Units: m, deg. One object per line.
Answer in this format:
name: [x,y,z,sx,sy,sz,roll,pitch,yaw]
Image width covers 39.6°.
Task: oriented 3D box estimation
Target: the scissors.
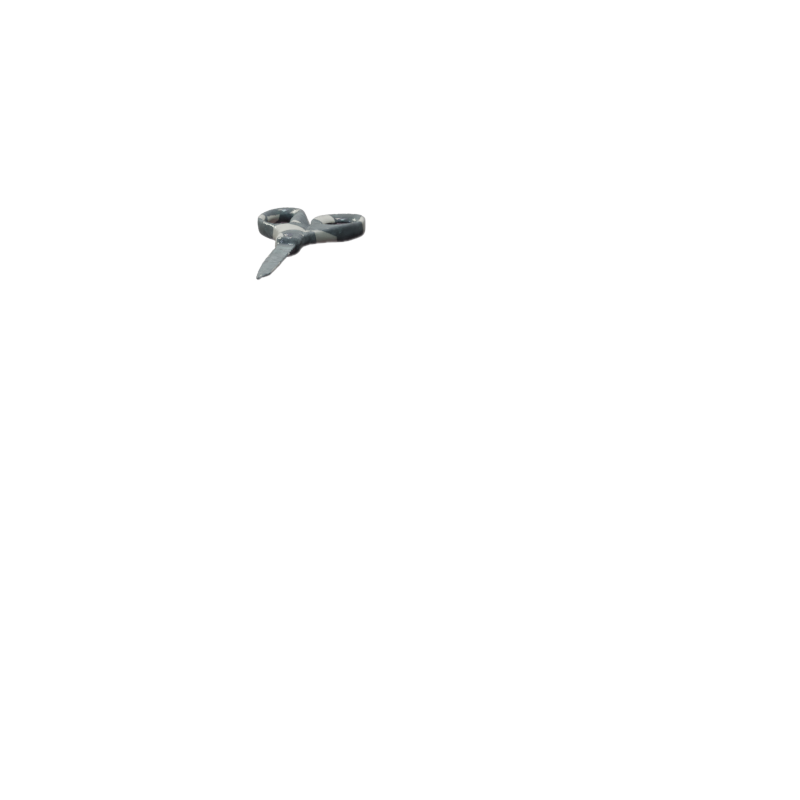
scissors: [-0.065,-0.119,0.835,0.095,0.015,0.212,-3,21,-8]
